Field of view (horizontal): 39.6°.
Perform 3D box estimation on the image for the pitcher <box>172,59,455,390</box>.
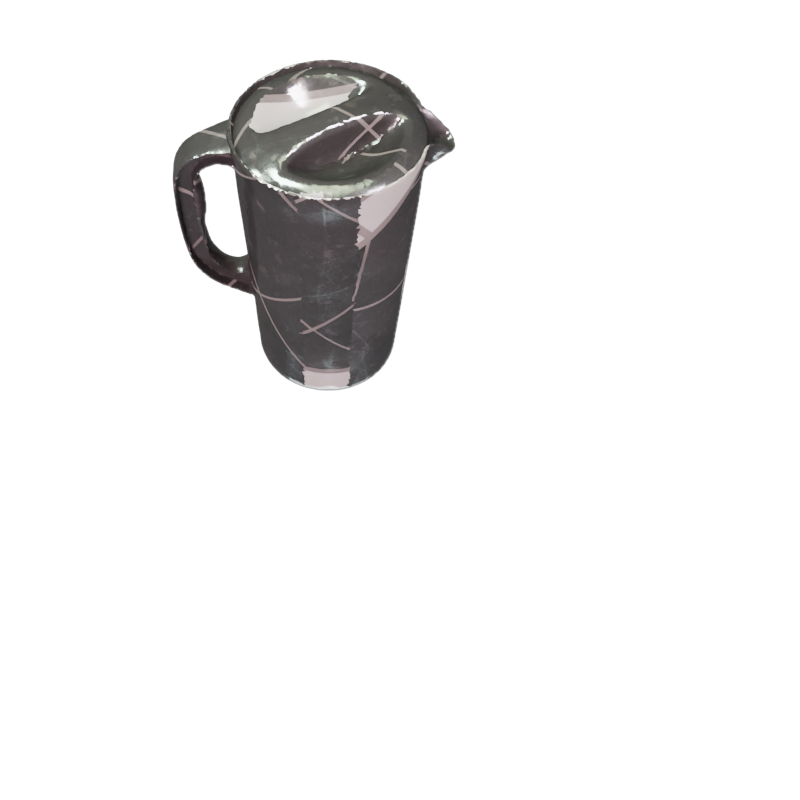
[{"bbox_3d":[-0.063,-0.115,0.804,0.157,0.147,0.227,34,-32,21],"label":"pitcher"}]
